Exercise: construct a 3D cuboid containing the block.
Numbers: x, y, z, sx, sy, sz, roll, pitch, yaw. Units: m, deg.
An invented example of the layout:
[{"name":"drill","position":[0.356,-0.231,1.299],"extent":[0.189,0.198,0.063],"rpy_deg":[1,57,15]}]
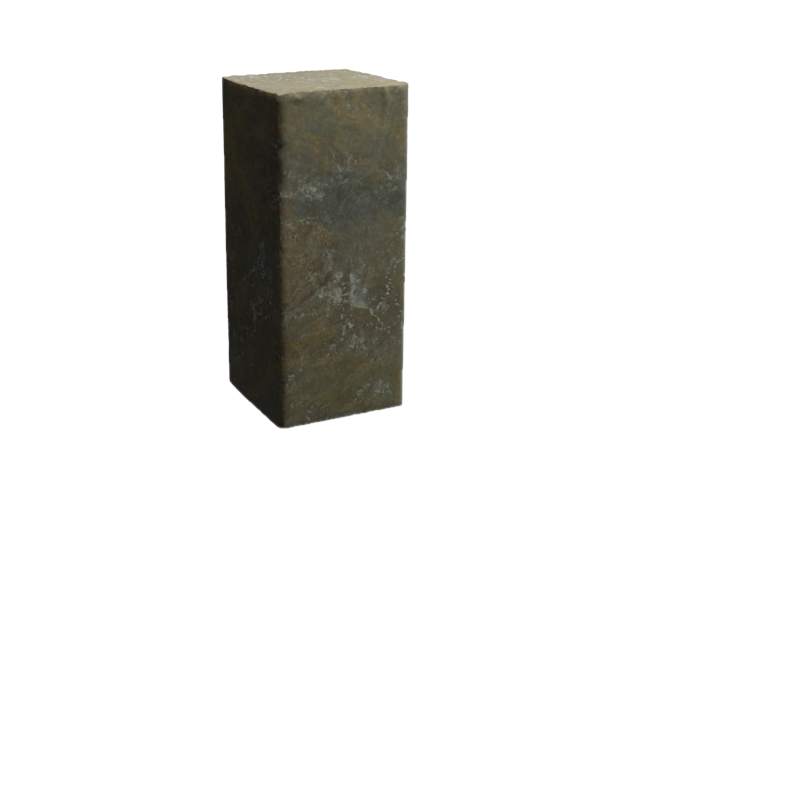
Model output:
[{"name":"block","position":[-0.055,-0.100,0.702],"extent":[0.089,0.198,0.096],"rpy_deg":[-8,19,-26]}]
